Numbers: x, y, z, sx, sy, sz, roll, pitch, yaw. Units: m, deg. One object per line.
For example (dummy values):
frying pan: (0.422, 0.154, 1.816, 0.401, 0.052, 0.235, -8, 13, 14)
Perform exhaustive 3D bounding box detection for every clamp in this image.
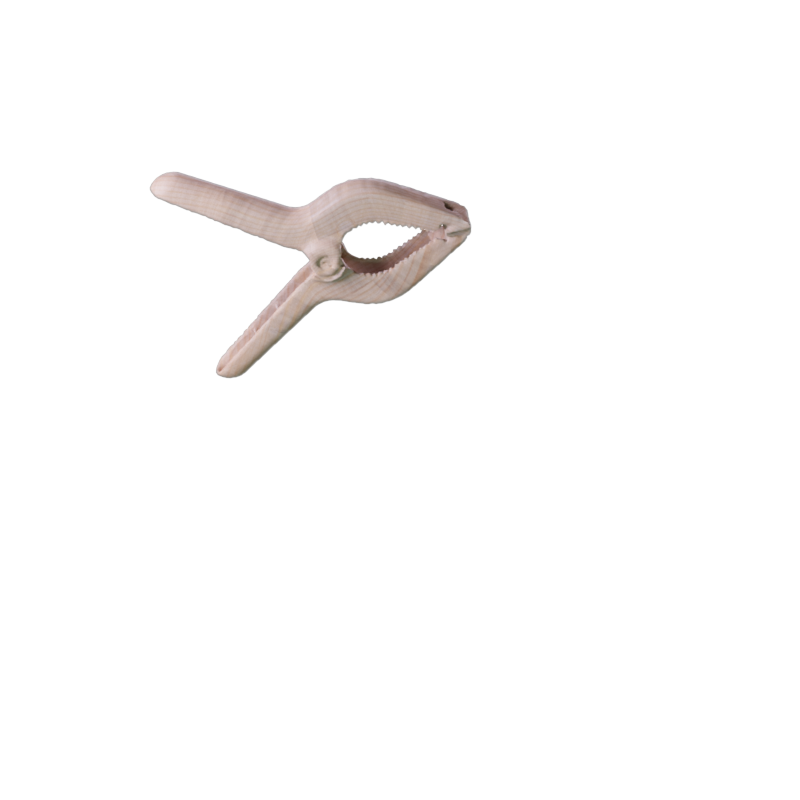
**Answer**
clamp: (-0.059, -0.108, 0.759, 0.211, 0.154, 0.039, -17, 30, 10)
